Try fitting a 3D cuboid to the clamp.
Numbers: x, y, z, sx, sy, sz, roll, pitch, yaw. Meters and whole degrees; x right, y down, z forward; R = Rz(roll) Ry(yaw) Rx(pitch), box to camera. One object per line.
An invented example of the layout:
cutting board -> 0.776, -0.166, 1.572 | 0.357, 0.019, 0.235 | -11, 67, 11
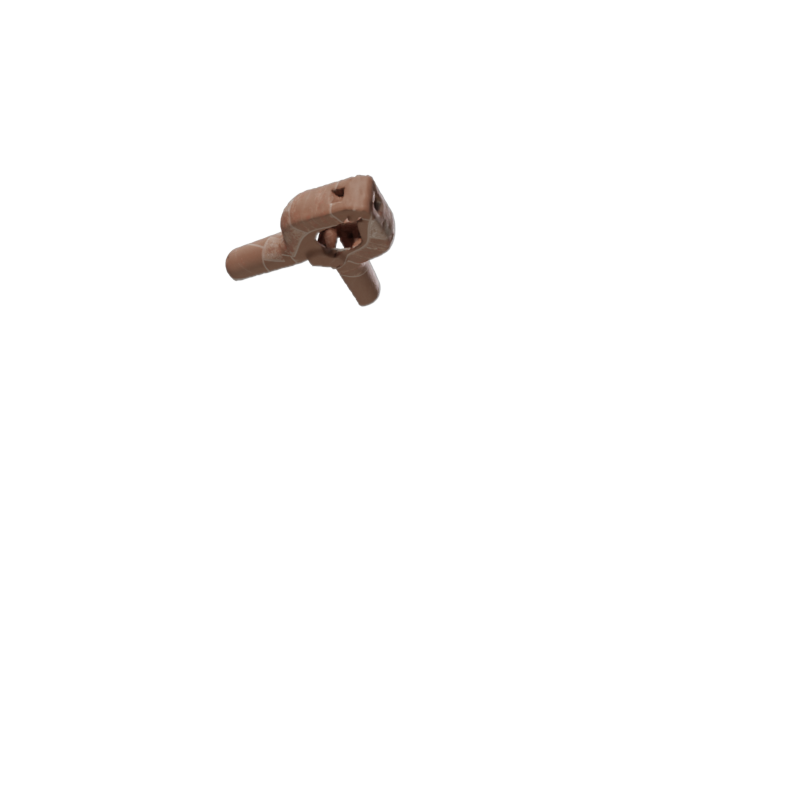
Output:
clamp -> -0.062, -0.112, 0.787 | 0.119, 0.041, 0.164 | 3, -21, -9
